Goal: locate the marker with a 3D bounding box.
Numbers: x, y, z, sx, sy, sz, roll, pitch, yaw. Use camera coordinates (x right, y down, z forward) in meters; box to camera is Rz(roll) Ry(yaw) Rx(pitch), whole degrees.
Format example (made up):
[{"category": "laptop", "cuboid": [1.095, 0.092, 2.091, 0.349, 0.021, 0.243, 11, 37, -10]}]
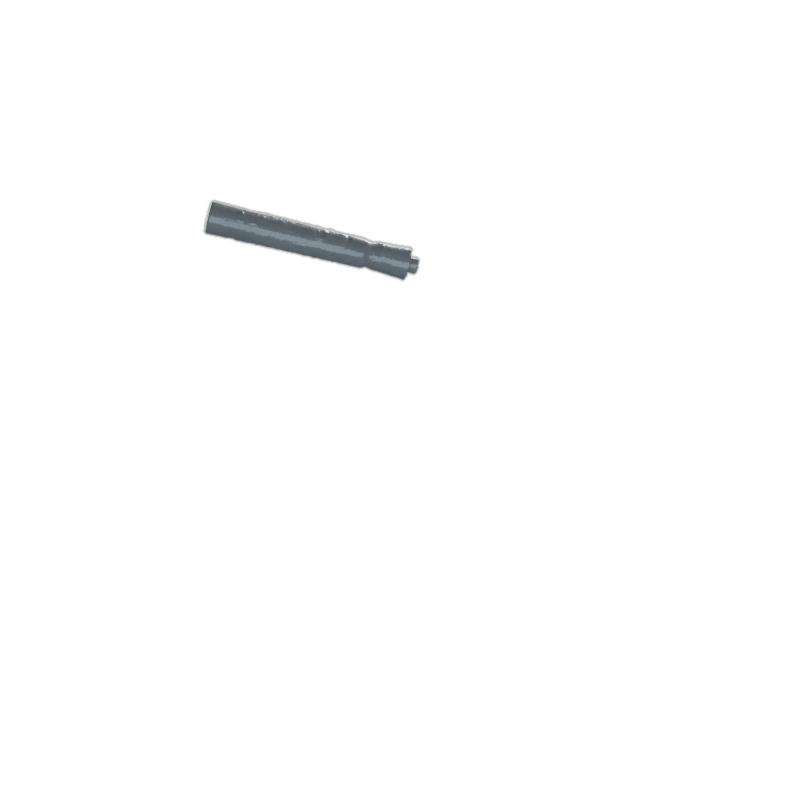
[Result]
[{"category": "marker", "cuboid": [-0.049, -0.089, 0.622, 0.120, 0.020, 0.020, 13, 3, -3]}]
